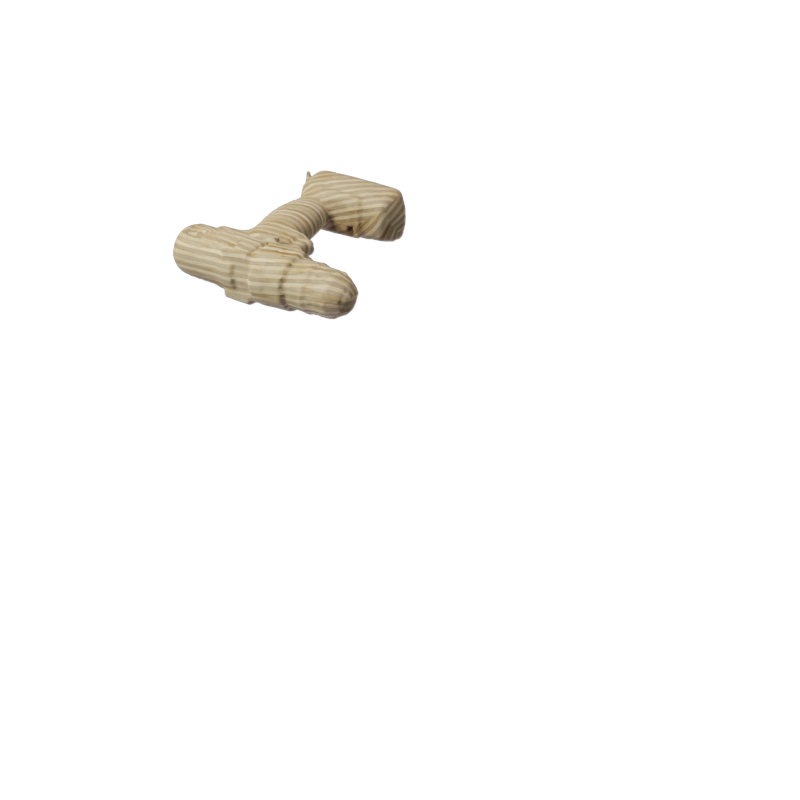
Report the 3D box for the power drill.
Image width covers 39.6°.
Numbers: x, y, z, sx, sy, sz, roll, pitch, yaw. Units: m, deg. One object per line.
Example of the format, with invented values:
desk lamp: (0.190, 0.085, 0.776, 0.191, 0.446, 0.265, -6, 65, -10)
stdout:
power drill: (-0.076, -0.138, 0.969, 0.195, 0.054, 0.189, 20, 36, 30)
